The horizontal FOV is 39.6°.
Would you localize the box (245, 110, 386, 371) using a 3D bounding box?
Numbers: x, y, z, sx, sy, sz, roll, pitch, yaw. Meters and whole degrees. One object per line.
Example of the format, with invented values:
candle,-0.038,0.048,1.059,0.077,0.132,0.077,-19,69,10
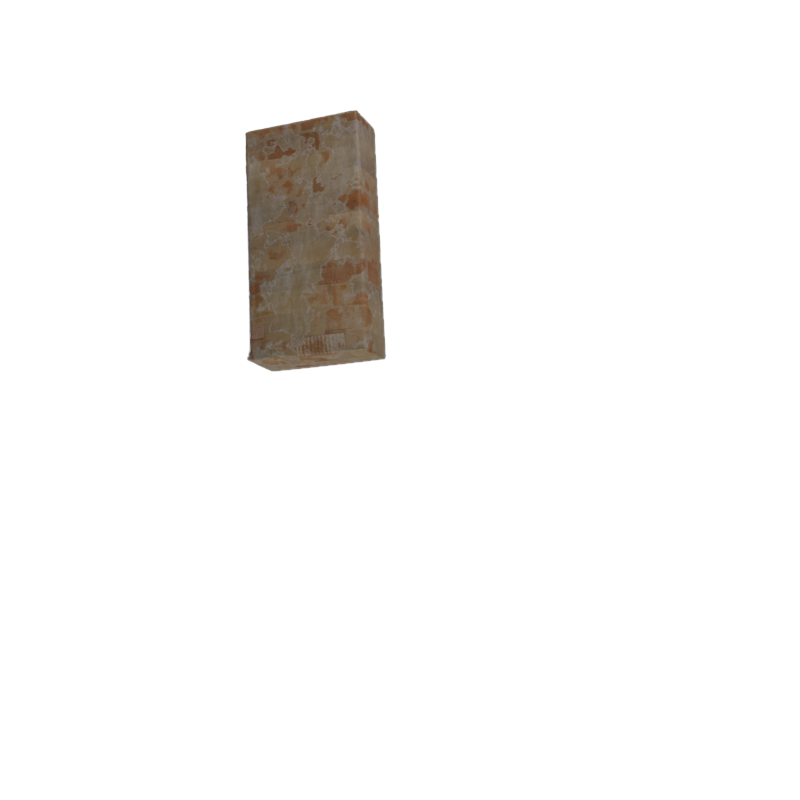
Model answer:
box,-0.062,-0.114,0.800,0.095,0.184,0.045,-8,-19,21
